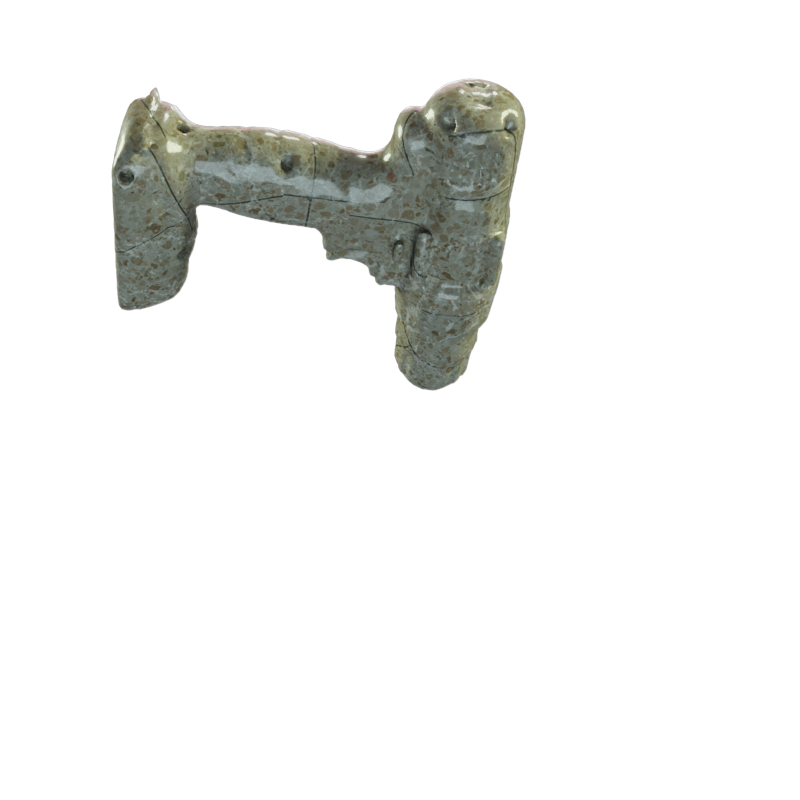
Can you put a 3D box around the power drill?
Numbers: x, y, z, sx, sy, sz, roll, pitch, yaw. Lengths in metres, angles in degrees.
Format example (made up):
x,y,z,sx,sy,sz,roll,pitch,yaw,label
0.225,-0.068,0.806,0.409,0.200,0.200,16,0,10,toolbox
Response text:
x,y,z,sx,sy,sz,roll,pitch,yaw,label
-0.042,-0.077,0.541,0.187,0.173,0.062,3,43,-4,power drill
